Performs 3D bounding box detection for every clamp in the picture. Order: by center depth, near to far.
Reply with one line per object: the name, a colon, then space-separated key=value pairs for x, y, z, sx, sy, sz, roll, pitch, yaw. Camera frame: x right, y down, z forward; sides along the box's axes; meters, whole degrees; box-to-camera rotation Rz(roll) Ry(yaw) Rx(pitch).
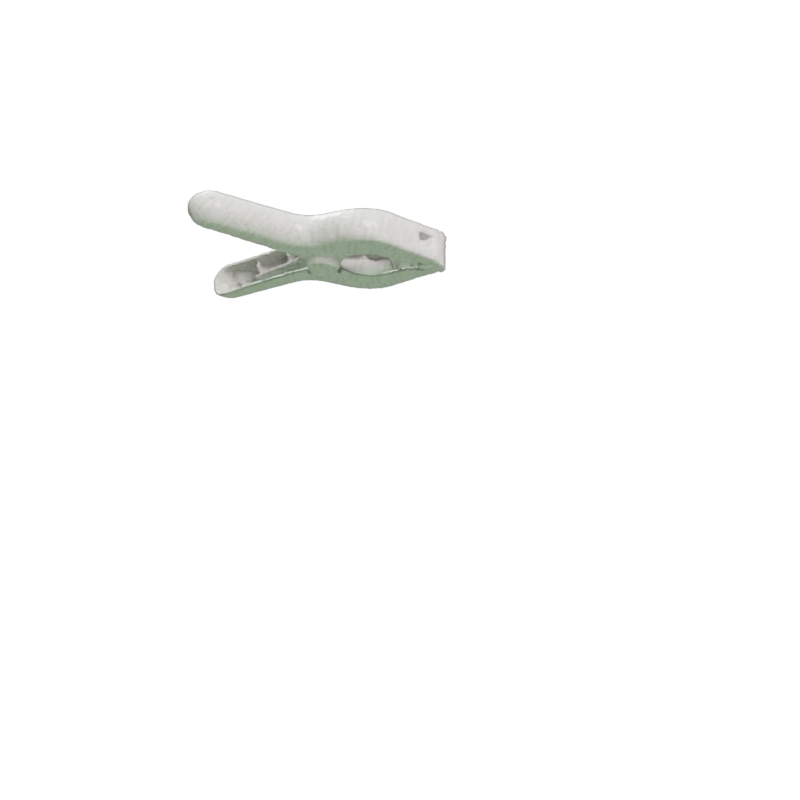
clamp: x=-0.058 y=-0.105 z=0.738 sx=0.174 sy=0.041 sz=0.113 roll=-4 pitch=-18 yaw=11
